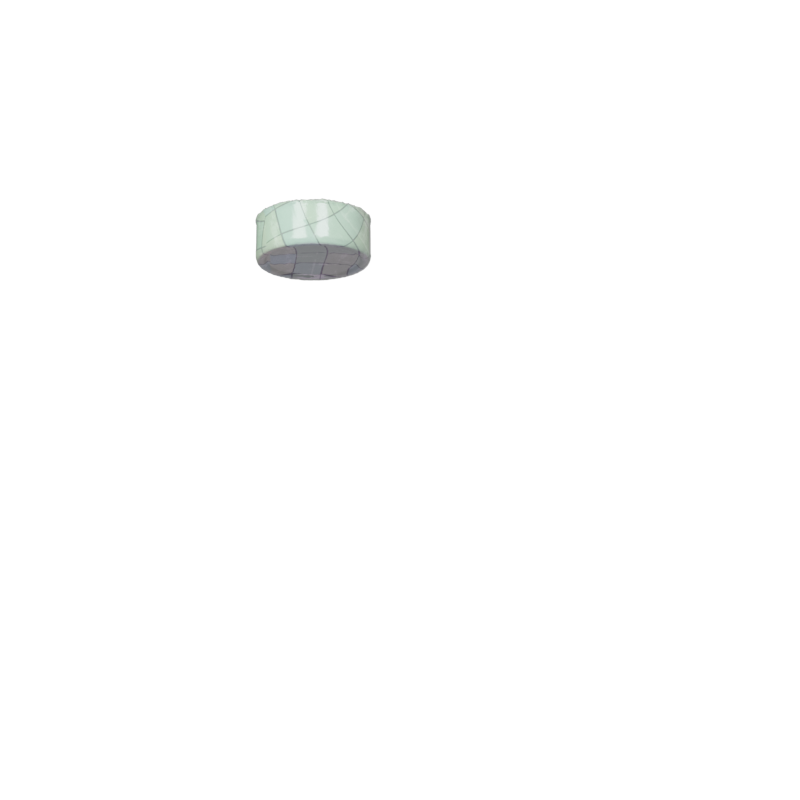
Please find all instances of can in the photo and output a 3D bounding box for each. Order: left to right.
[{"bbox_3d":[-0.064,-0.116,0.816,0.086,0.035,0.083,0,-14,-2],"label":"can"}]
